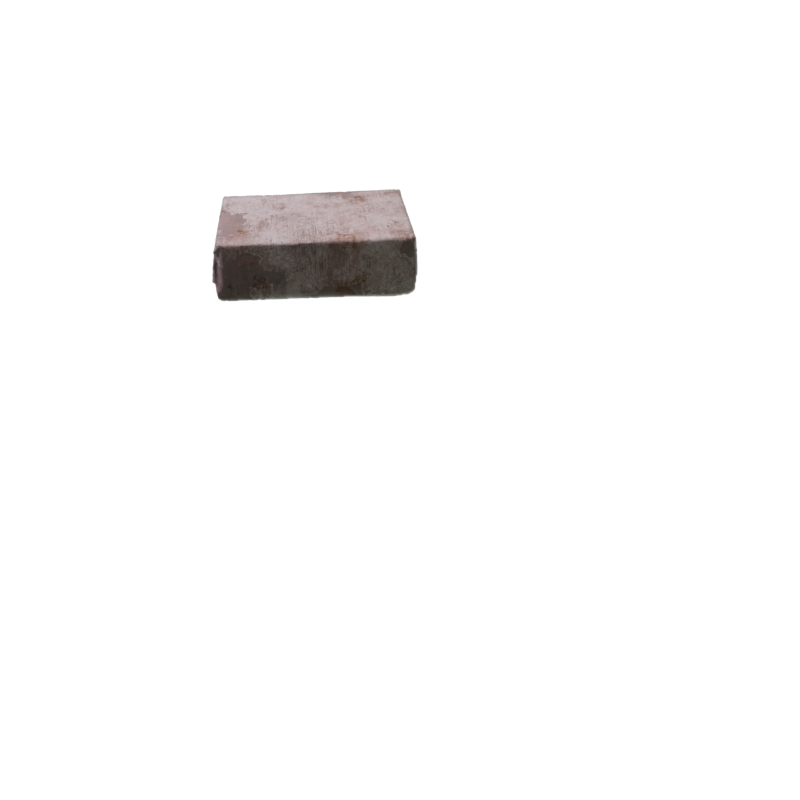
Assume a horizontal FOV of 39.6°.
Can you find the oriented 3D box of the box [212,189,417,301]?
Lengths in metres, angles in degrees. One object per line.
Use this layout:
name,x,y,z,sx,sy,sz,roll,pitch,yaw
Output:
box,-0.051,-0.092,0.646,0.113,0.037,0.095,-1,27,-3
